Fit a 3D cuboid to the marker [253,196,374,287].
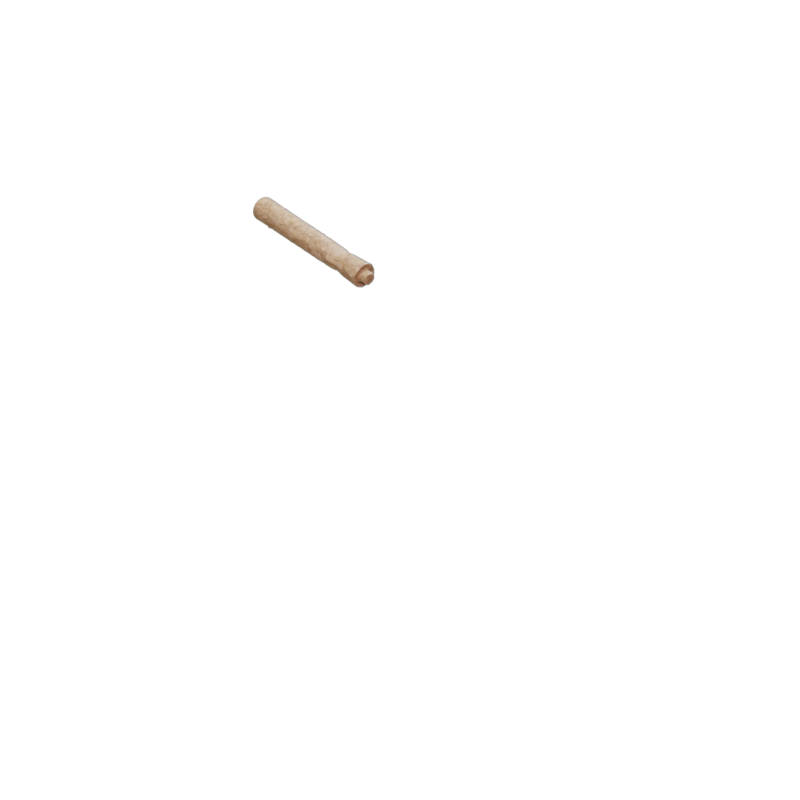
[{"bbox_3d":[-0.062,-0.113,0.789,0.019,0.019,0.130,-3,31,-45],"label":"marker"}]
